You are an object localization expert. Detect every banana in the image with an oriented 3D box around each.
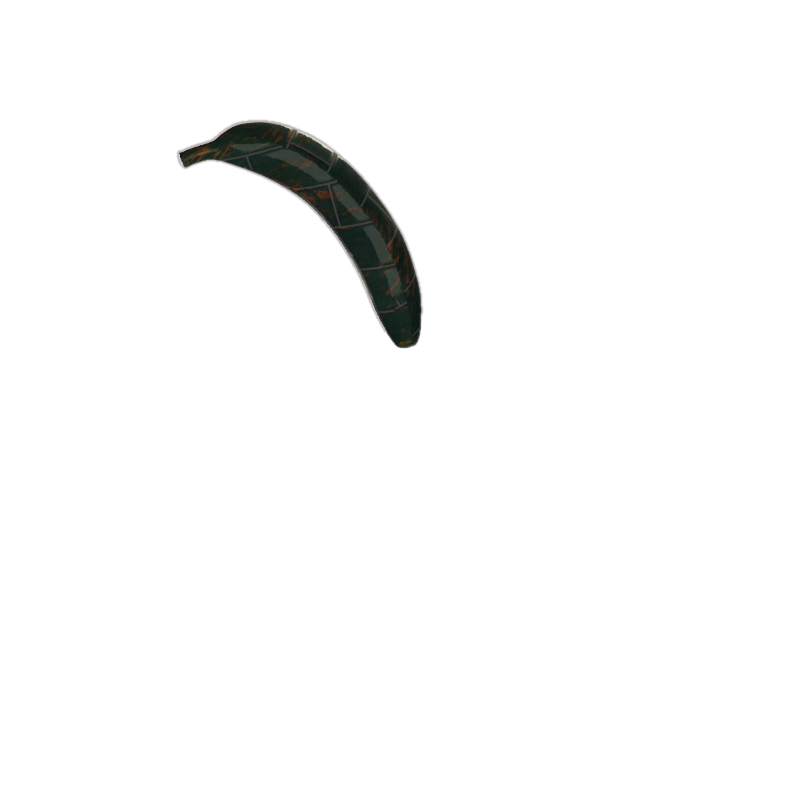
[{"bbox_3d":[-0.047,-0.118,0.714,0.194,0.069,0.038,40,10,-8],"label":"banana"}]
